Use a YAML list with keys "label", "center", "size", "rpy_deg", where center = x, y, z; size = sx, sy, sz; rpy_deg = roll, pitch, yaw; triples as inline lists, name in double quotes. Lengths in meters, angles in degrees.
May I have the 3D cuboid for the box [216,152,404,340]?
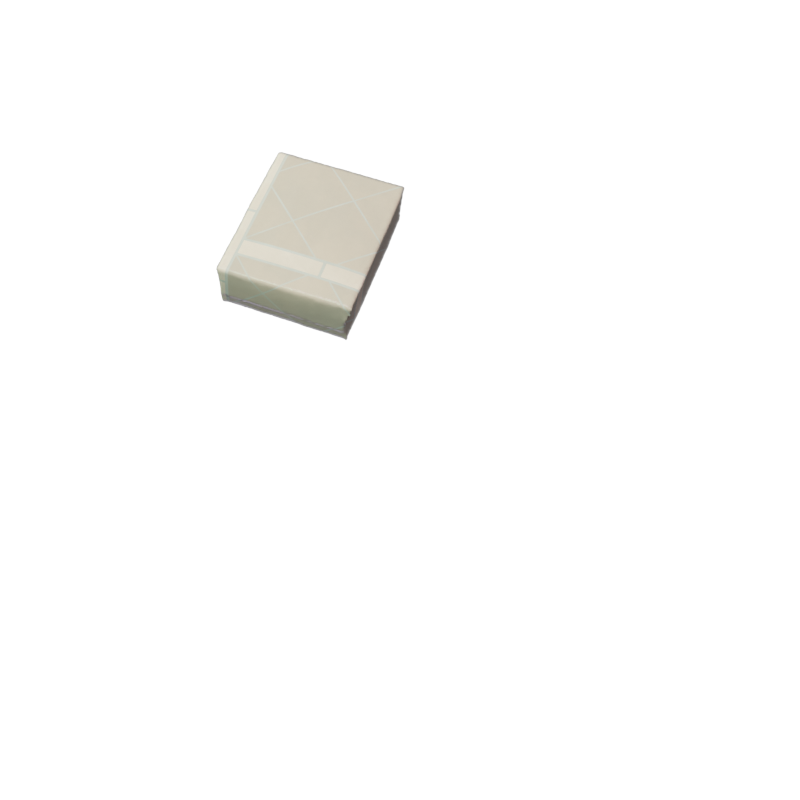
- label: "box"
  center: [-0.057, -0.103, 0.722]
  size: [0.092, 0.119, 0.036]
  rpy_deg: [15, -34, 10]
